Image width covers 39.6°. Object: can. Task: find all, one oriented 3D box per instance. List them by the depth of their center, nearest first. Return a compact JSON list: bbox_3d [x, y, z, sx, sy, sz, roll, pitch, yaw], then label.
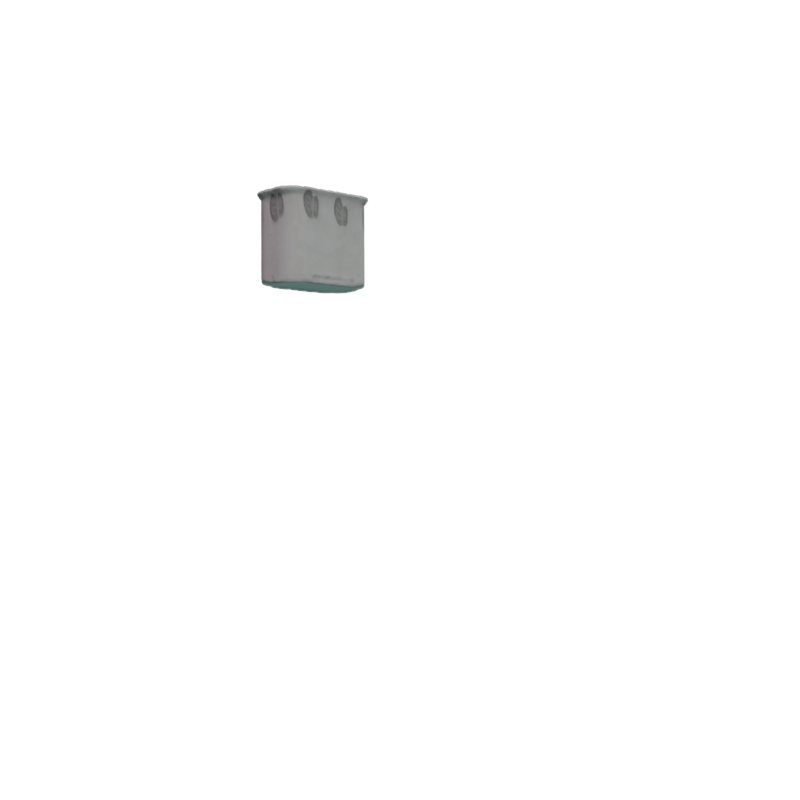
[{"bbox_3d":[-0.077,-0.141,0.986,0.097,0.085,0.059,4,-8,-43],"label":"can"}]
